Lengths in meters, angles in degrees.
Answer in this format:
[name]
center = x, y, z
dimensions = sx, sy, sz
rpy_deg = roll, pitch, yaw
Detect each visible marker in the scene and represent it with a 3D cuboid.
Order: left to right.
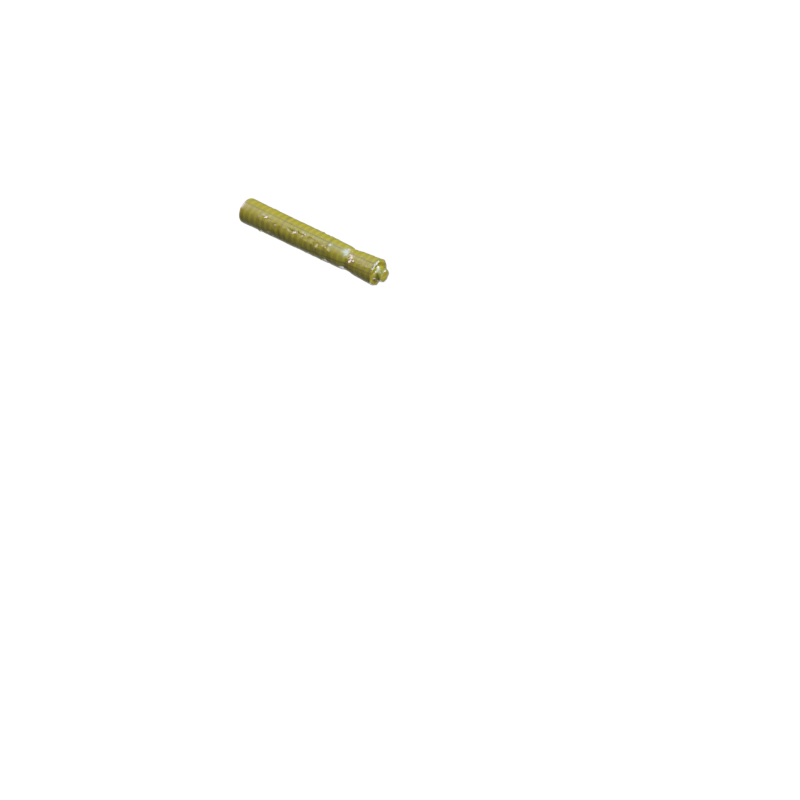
[marker]
center = -0.059, -0.108, 0.755
dimensions = 0.128, 0.019, 0.019
rpy_deg = 29, 17, 29
